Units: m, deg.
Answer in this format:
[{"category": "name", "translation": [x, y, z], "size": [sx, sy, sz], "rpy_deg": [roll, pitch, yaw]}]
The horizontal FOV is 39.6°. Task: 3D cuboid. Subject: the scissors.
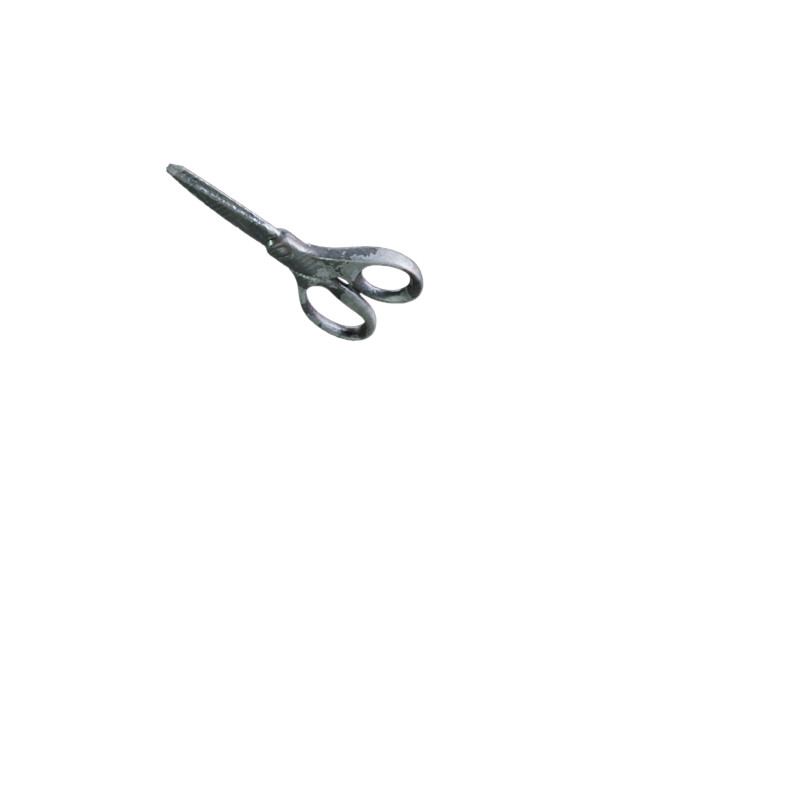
[{"category": "scissors", "translation": [-0.056, -0.103, 0.720], "size": [0.097, 0.017, 0.186], "rpy_deg": [-18, -42, 21]}]
